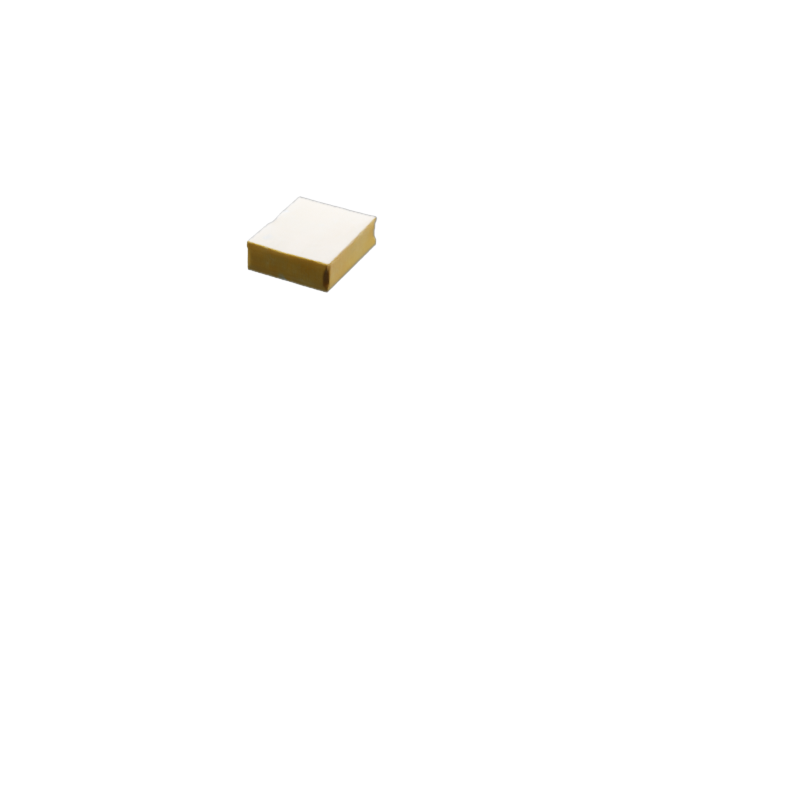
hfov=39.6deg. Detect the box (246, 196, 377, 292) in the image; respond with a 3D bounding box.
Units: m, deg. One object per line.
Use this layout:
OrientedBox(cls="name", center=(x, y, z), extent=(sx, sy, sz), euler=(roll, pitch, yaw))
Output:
OrientedBox(cls="box", center=(-0.070, -0.127, 0.890), extent=(0.076, 0.028, 0.091), euler=(17, 39, 21))
